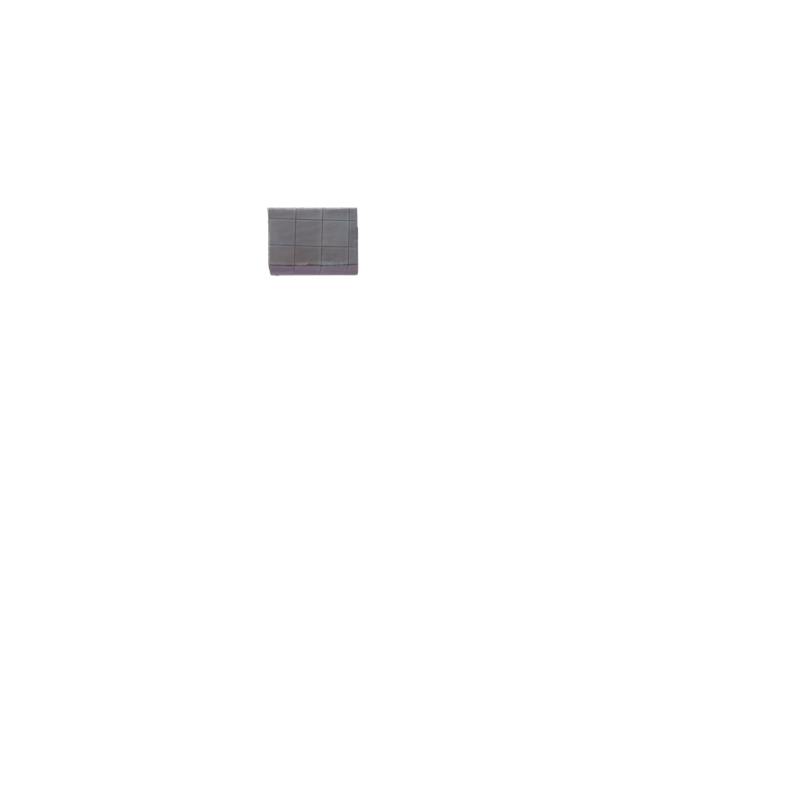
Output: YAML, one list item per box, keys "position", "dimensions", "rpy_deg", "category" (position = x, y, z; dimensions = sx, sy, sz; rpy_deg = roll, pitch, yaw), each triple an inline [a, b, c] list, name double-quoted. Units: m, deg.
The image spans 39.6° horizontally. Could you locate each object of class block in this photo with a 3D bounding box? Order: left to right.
- position: [-0.074, -0.135, 0.946]
  dimensions: [0.078, 0.052, 0.052]
  rpy_deg: [0, -7, -2]
  category: "block"
